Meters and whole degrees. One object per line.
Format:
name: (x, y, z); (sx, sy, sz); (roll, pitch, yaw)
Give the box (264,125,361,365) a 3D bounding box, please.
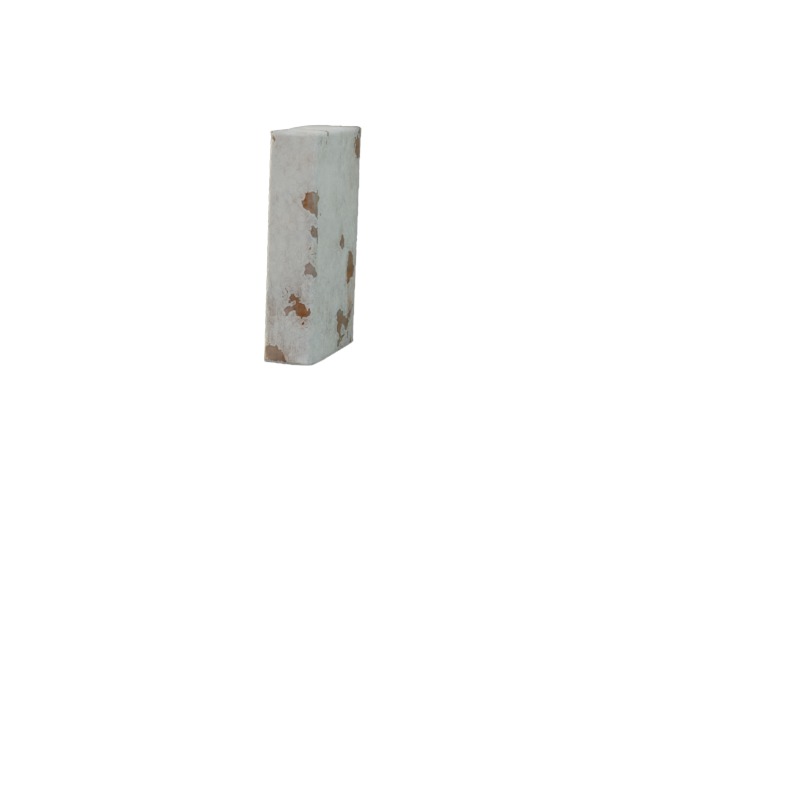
box: (-0.067, -0.122, 0.854); (0.049, 0.172, 0.093); (4, 11, 19)
